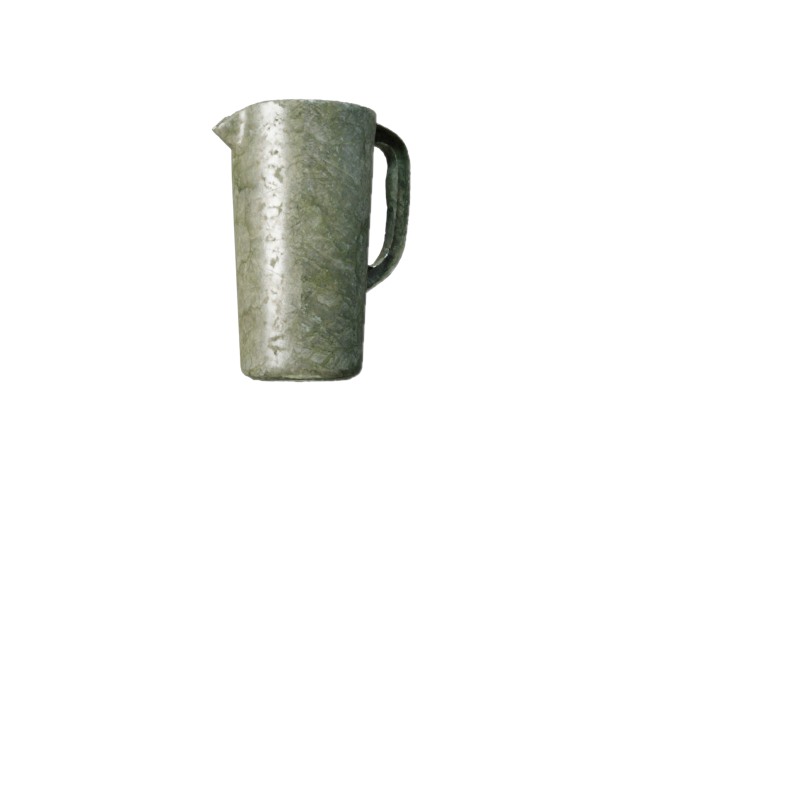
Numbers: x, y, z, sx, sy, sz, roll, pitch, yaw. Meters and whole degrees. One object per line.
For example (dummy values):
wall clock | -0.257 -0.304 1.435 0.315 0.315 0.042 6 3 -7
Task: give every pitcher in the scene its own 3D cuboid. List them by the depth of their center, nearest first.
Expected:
pitcher | -0.077 -0.141 0.987 0.152 0.245 0.141 -1 -2 17
